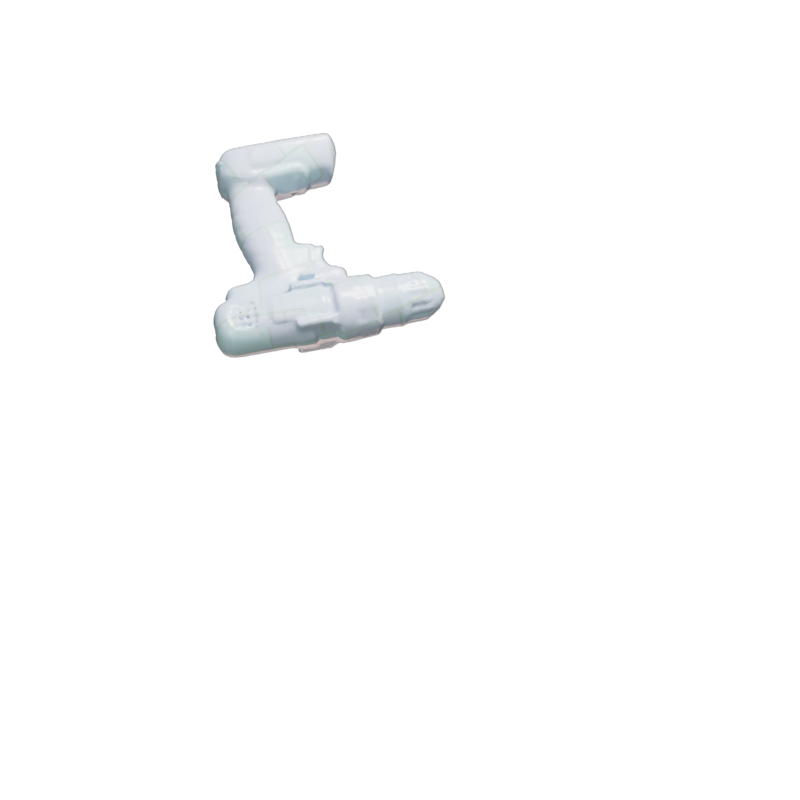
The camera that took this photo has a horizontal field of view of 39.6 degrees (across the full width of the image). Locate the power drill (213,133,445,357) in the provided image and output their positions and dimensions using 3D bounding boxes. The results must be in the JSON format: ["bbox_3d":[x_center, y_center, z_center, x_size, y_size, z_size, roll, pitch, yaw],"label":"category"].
[{"bbox_3d":[-0.072,-0.130,0.914,0.183,0.201,0.054,-10,-31,-7],"label":"power drill"}]
